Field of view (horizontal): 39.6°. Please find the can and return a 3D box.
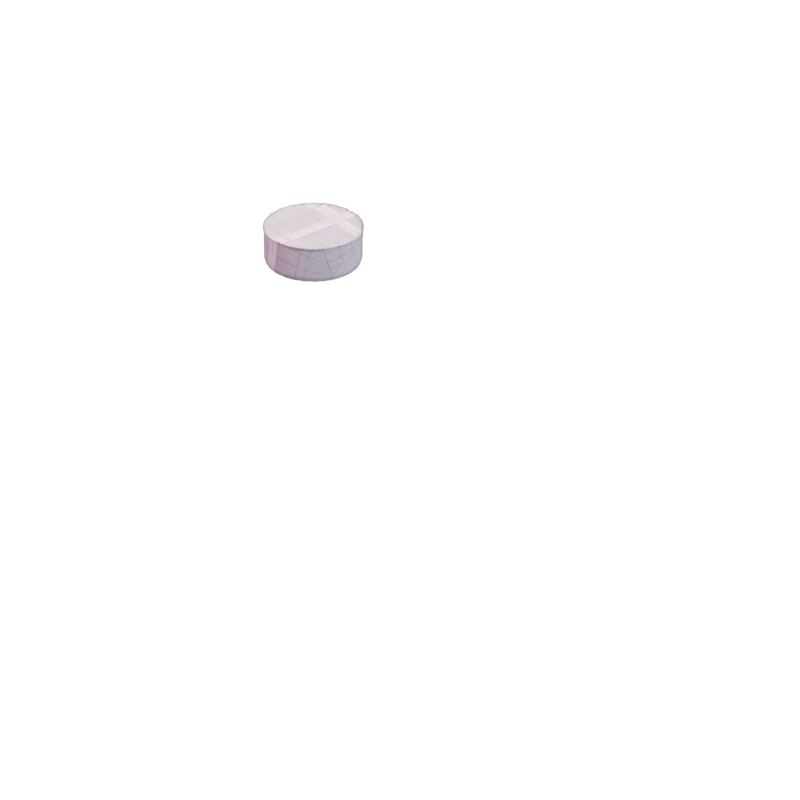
[{"bbox_3d":[-0.074,-0.135,0.946,0.086,0.032,0.091,-1,33,-2],"label":"can"}]
